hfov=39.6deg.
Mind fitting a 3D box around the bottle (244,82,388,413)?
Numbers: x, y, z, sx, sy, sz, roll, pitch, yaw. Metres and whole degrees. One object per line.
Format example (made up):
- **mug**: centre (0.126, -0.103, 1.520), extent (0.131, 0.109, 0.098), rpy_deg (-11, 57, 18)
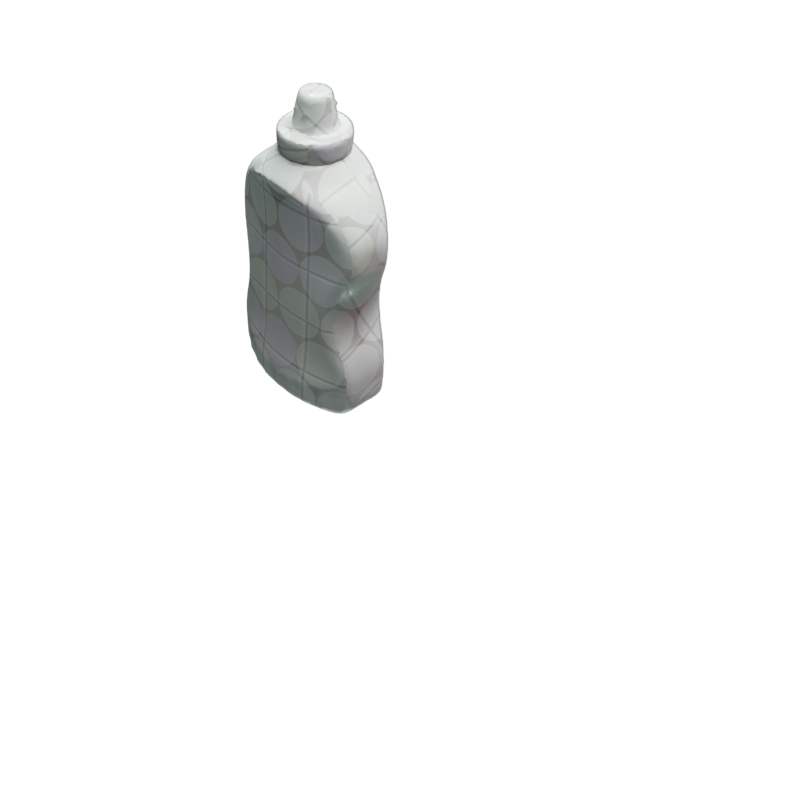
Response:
- **bottle**: centre (-0.048, -0.089, 0.623), extent (0.058, 0.179, 0.103), rpy_deg (-25, 47, -30)
